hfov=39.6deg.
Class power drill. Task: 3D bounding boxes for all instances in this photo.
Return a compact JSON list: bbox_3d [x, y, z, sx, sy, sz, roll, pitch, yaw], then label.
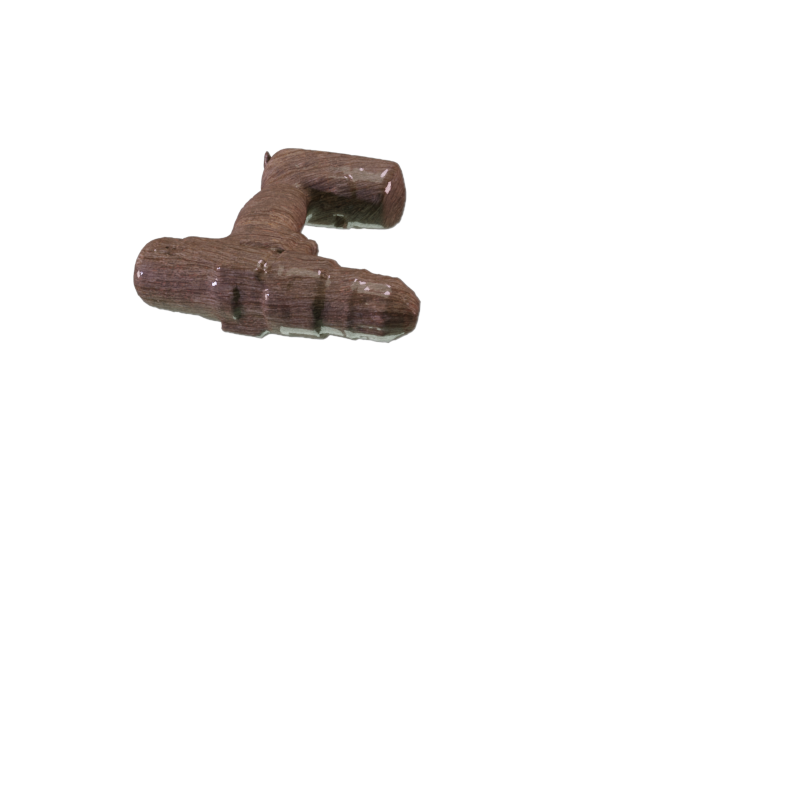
[{"bbox_3d":[-0.058,-0.105,0.735,0.190,0.054,0.194,11,34,16],"label":"power drill"}]
